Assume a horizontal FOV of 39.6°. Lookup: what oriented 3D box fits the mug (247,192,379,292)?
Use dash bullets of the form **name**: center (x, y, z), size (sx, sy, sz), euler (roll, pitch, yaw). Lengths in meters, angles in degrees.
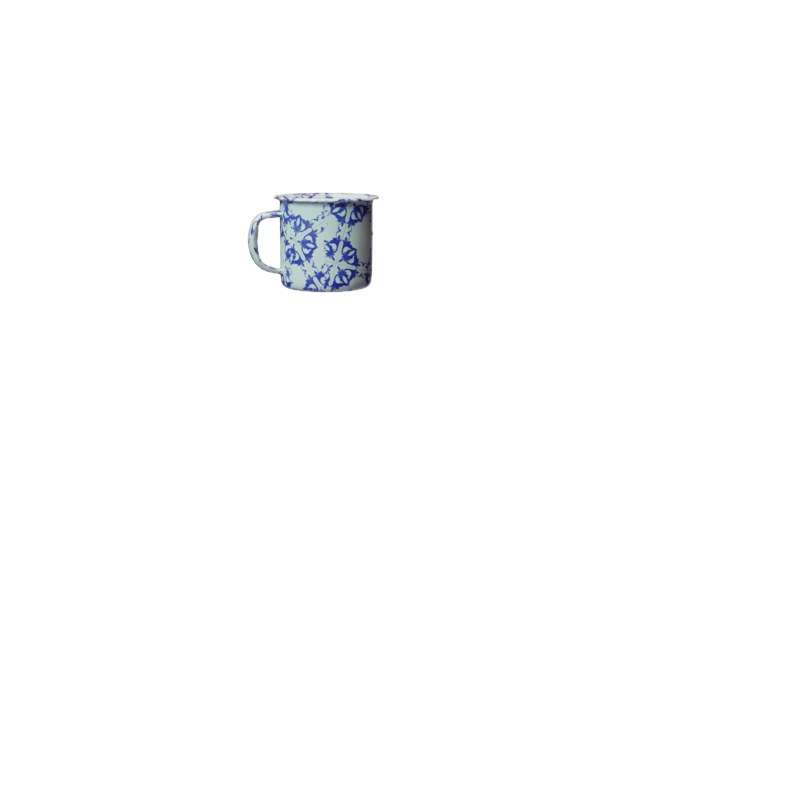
- **mug**: center (-0.077, -0.140, 0.980), size (0.115, 0.080, 0.097), euler (-4, 11, -18)
